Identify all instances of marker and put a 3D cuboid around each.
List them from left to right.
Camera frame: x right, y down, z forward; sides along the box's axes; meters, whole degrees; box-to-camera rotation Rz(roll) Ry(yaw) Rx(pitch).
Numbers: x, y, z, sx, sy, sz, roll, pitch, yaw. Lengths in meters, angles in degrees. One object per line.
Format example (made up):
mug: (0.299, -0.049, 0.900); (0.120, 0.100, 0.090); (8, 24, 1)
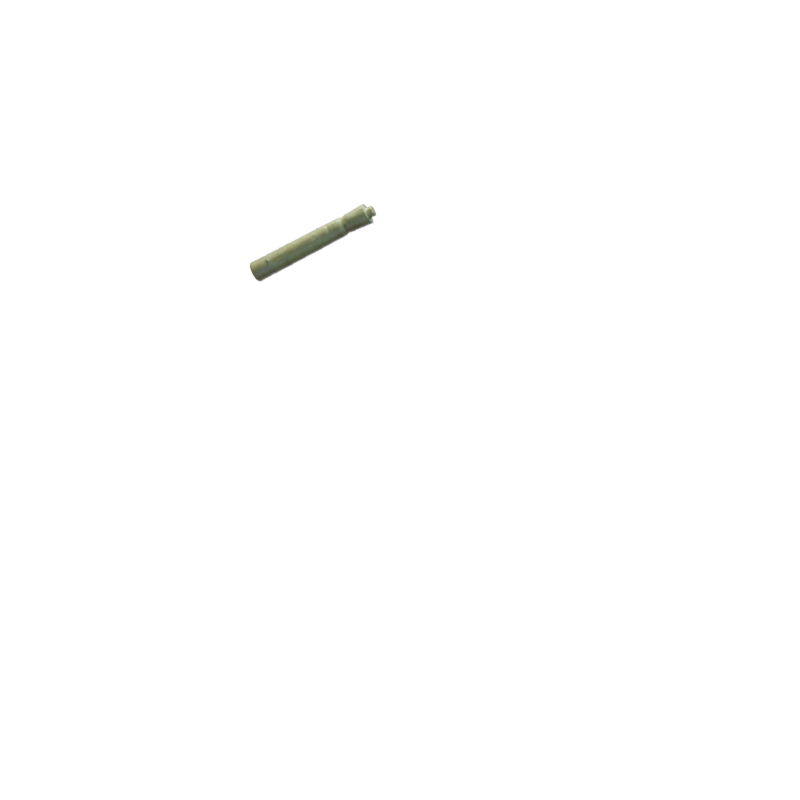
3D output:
marker: (-0.075, -0.138, 0.964); (0.121, 0.020, 0.019); (-25, -3, 15)
